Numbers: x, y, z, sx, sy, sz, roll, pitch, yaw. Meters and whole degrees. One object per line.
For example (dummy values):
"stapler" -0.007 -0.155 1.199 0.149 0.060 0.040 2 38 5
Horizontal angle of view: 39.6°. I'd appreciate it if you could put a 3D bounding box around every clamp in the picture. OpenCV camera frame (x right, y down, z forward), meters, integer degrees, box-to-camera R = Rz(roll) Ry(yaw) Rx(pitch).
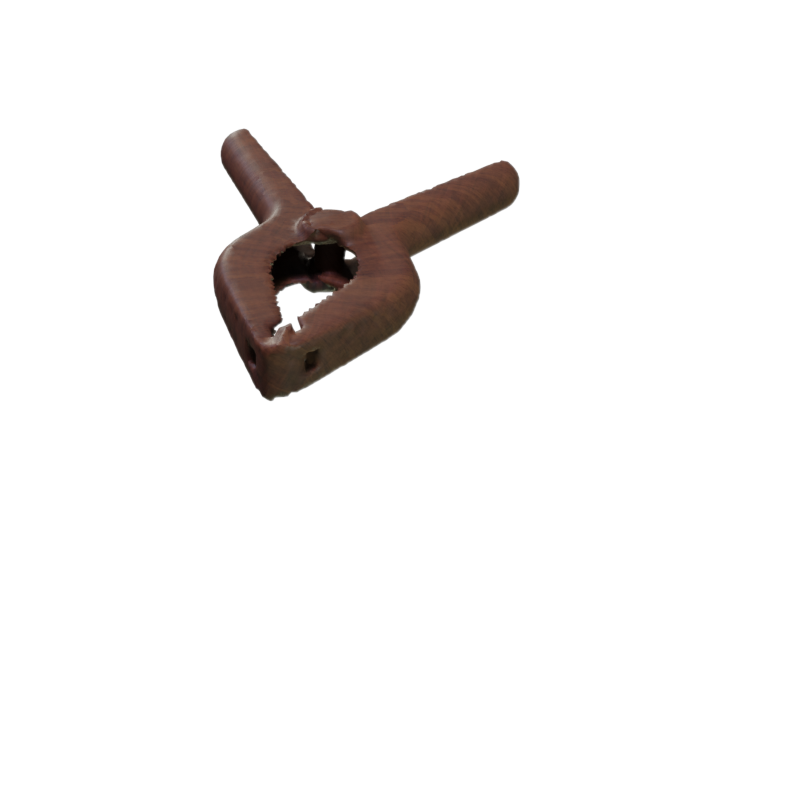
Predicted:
"clamp" -0.042 -0.077 0.539 0.169 0.034 0.218 11 38 15
